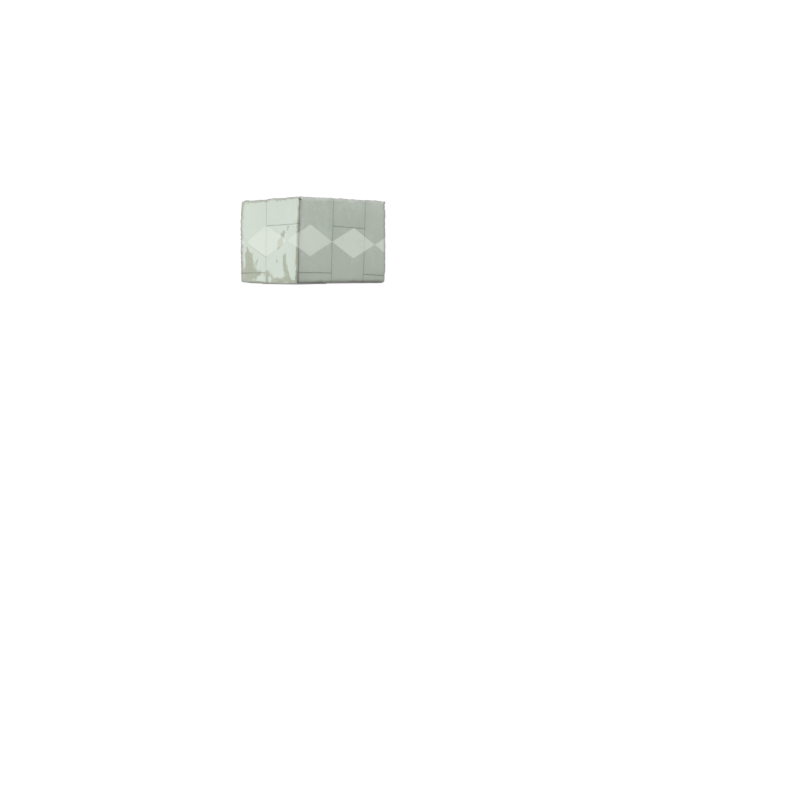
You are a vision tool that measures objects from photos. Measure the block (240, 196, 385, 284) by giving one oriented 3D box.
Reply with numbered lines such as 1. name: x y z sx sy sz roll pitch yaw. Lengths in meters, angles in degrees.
1. block: -0.053 -0.097 0.681 0.055 0.051 0.075 3 6 42
